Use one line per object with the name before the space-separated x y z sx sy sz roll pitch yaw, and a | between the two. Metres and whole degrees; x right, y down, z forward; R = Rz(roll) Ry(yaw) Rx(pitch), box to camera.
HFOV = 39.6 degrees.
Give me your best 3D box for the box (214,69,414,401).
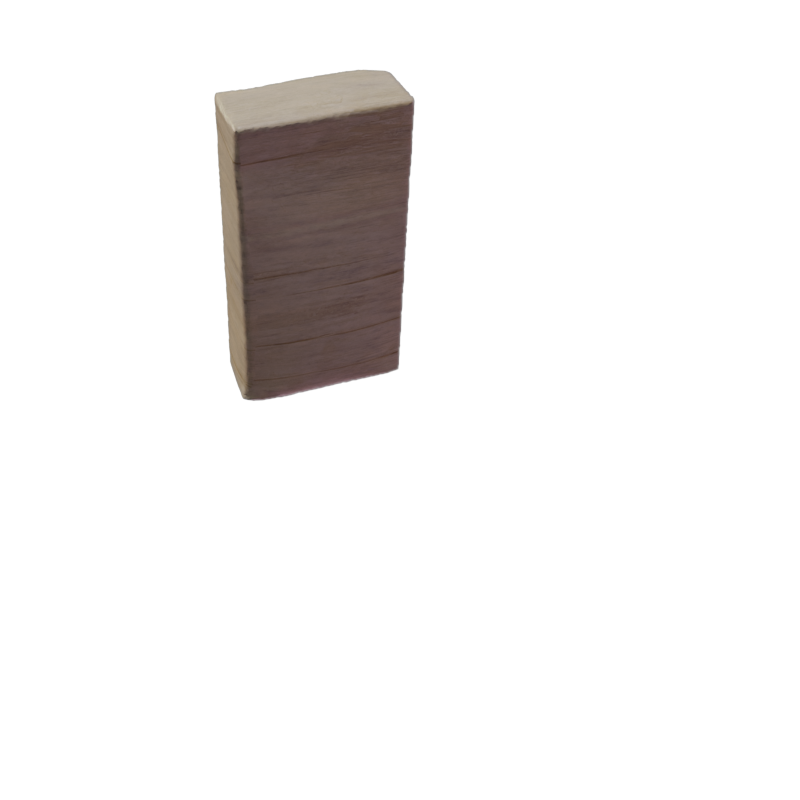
box | -0.046 -0.084 0.584 0.092 0.165 0.052 -11 39 -18
